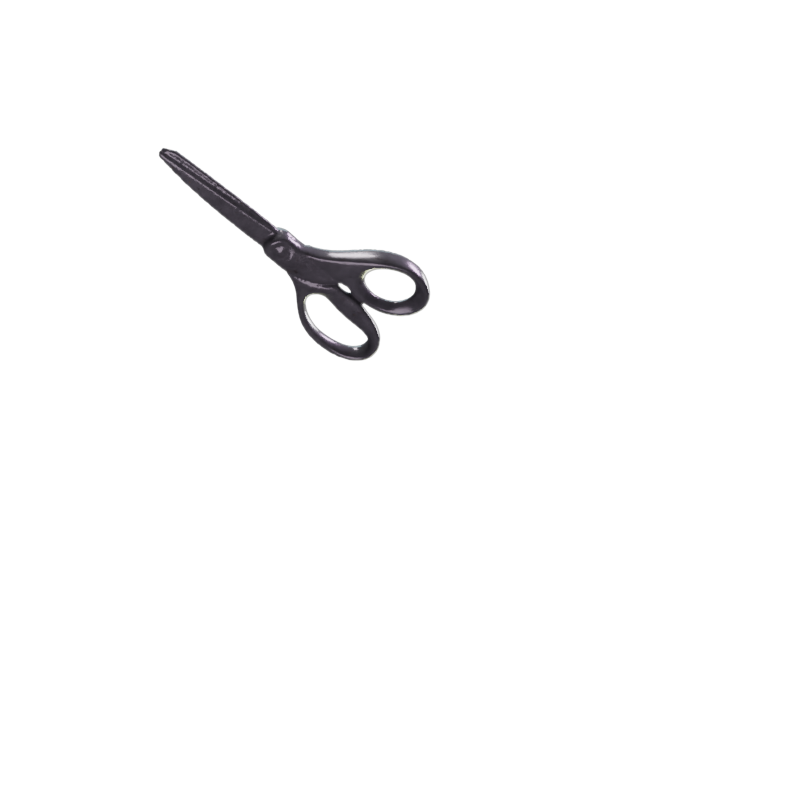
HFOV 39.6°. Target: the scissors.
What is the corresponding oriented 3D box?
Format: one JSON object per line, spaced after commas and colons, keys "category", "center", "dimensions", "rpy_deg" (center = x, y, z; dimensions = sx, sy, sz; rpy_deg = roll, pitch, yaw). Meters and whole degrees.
{"category": "scissors", "center": [-0.053, -0.097, 0.680], "dimensions": [0.097, 0.017, 0.187], "rpy_deg": [-21, -51, 18]}
